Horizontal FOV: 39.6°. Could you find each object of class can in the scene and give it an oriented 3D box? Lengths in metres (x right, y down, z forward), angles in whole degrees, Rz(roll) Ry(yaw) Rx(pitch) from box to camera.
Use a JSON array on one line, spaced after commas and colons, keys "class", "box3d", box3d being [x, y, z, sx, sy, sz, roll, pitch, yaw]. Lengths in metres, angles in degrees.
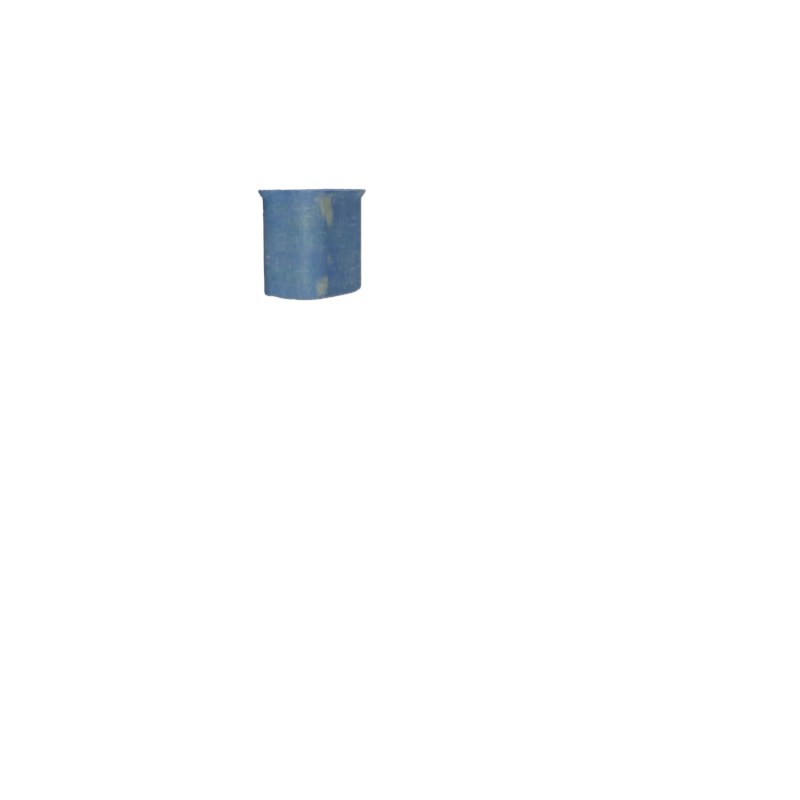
[{"class": "can", "box3d": [-0.069, -0.125, 0.878, 0.059, 0.083, 0.100, 3, 8, 25]}]
